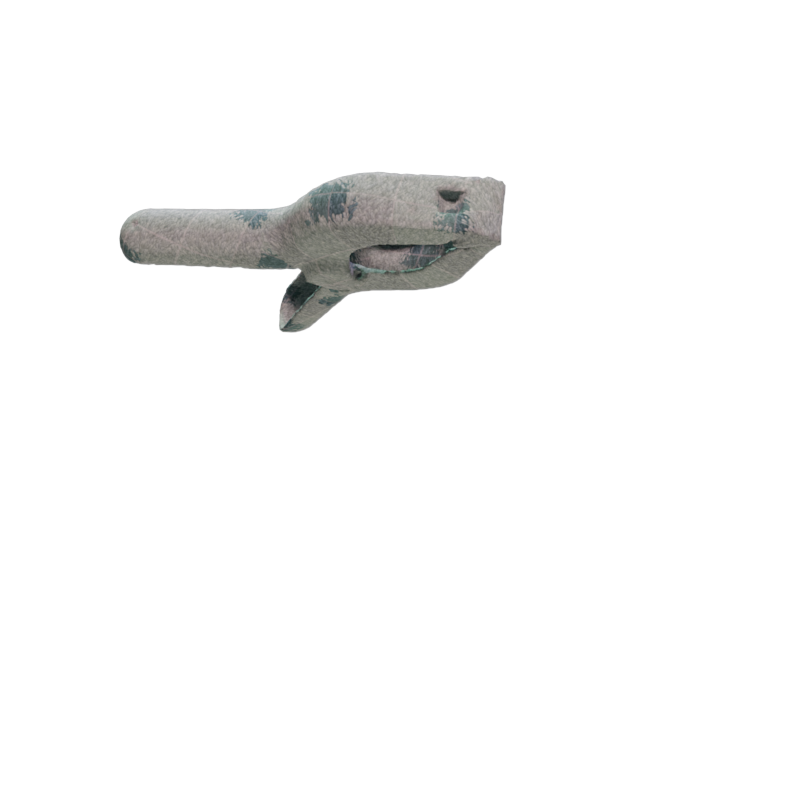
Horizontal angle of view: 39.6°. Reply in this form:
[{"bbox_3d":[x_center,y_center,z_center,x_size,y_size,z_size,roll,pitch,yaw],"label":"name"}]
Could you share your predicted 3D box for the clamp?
[{"bbox_3d":[-0.038,-0.069,0.481,0.114,0.041,0.174,13,-19,-41],"label":"clamp"}]
